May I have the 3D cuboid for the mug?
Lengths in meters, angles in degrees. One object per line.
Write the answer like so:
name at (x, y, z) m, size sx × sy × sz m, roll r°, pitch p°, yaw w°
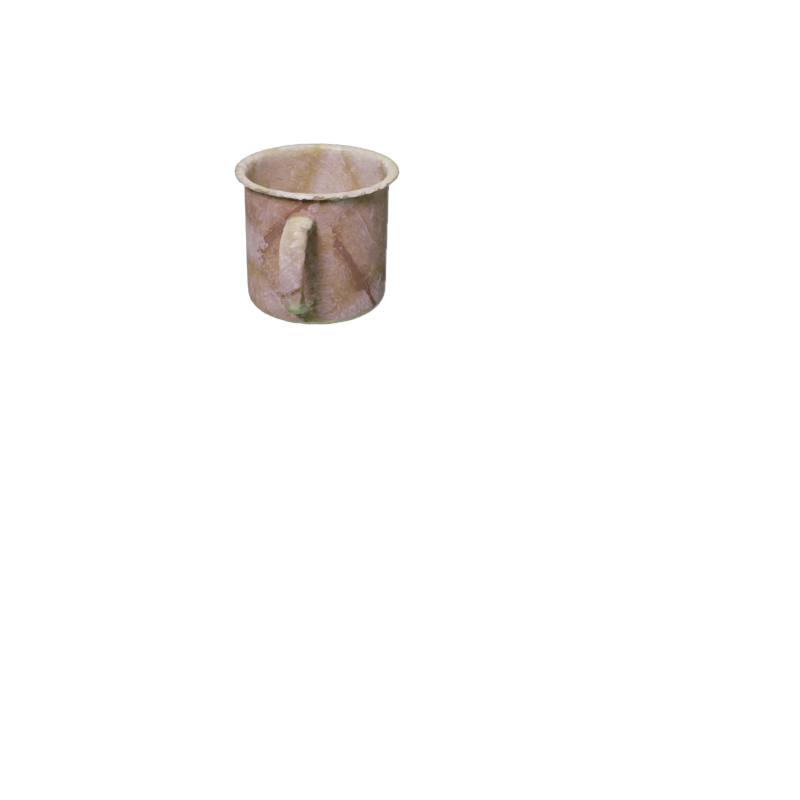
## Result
mug at (-0.049, -0.090, 0.631) m, size 0.094 × 0.077 × 0.123 m, roll 3°, pitch 28°, yaw 5°
